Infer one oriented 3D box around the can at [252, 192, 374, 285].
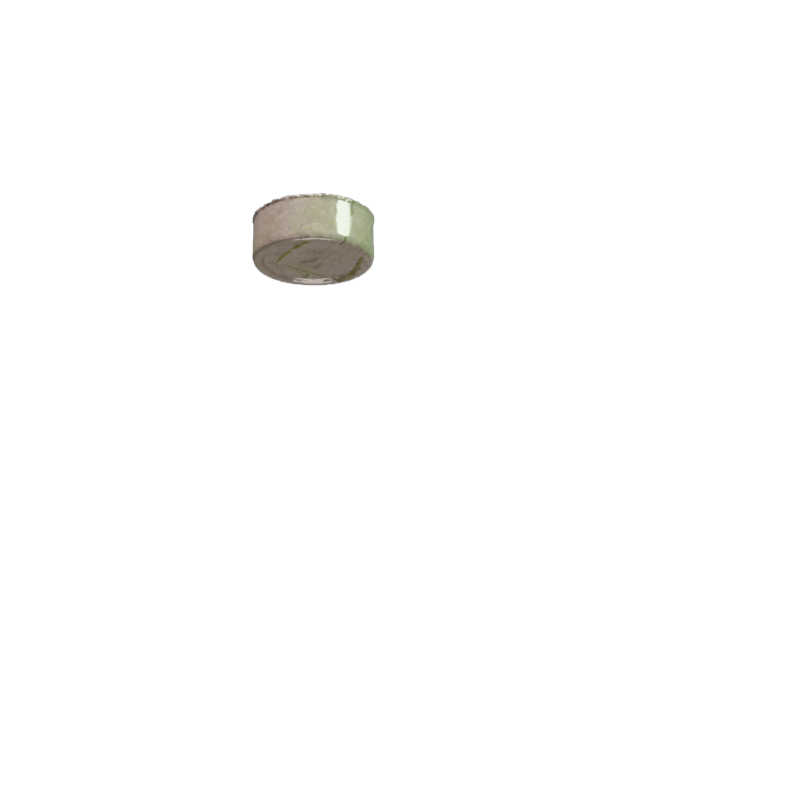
[{"bbox_3d":[-0.060,-0.110,0.773,0.086,0.035,0.082,0,-18,-2],"label":"can"}]
